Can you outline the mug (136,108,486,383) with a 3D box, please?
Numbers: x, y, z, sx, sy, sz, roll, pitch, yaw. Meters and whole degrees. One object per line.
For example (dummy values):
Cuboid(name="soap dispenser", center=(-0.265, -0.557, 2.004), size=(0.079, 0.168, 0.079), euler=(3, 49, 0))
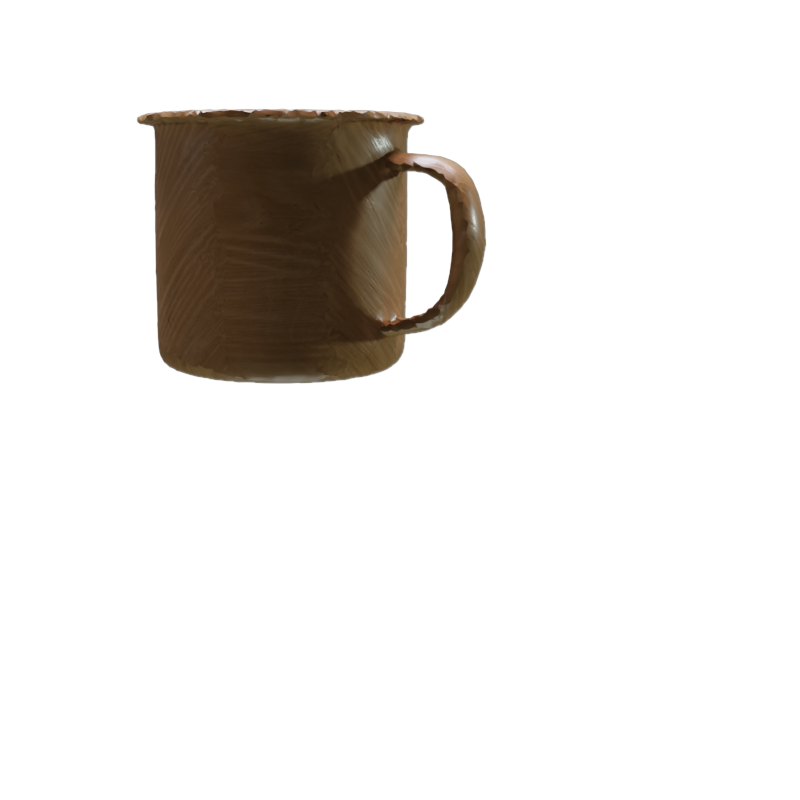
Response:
Cuboid(name="mug", center=(-0.028, -0.051, 0.358), size=(0.121, 0.080, 0.091), euler=(5, 9, 27))
